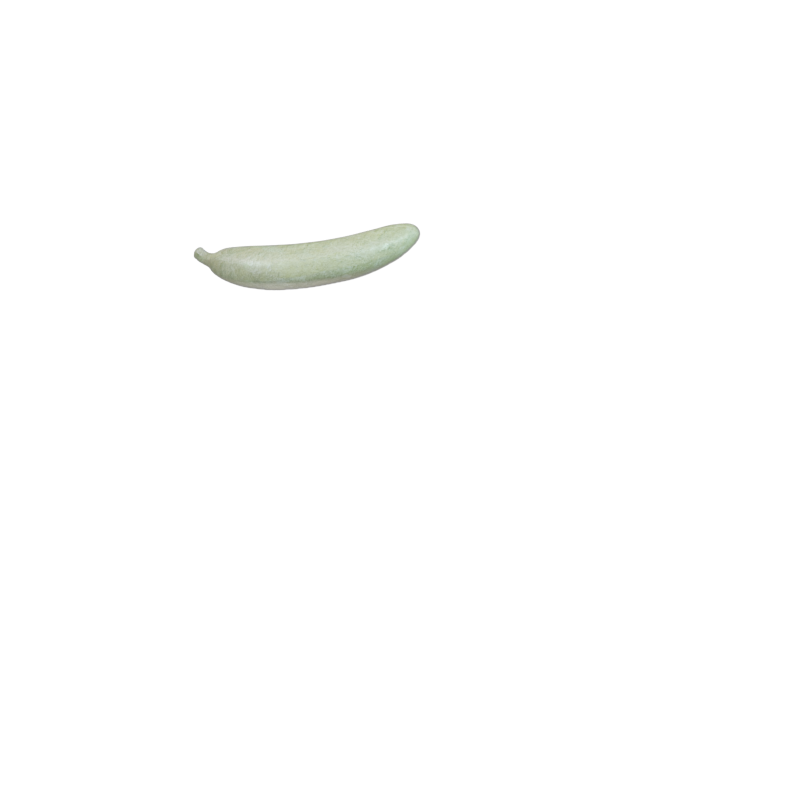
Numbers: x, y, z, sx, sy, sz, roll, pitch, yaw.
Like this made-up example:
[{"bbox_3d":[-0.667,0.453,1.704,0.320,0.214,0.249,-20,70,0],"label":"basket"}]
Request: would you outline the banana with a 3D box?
[{"bbox_3d":[-0.075,-0.123,0.939,0.196,0.034,0.075,-5,40,-6],"label":"banana"}]
